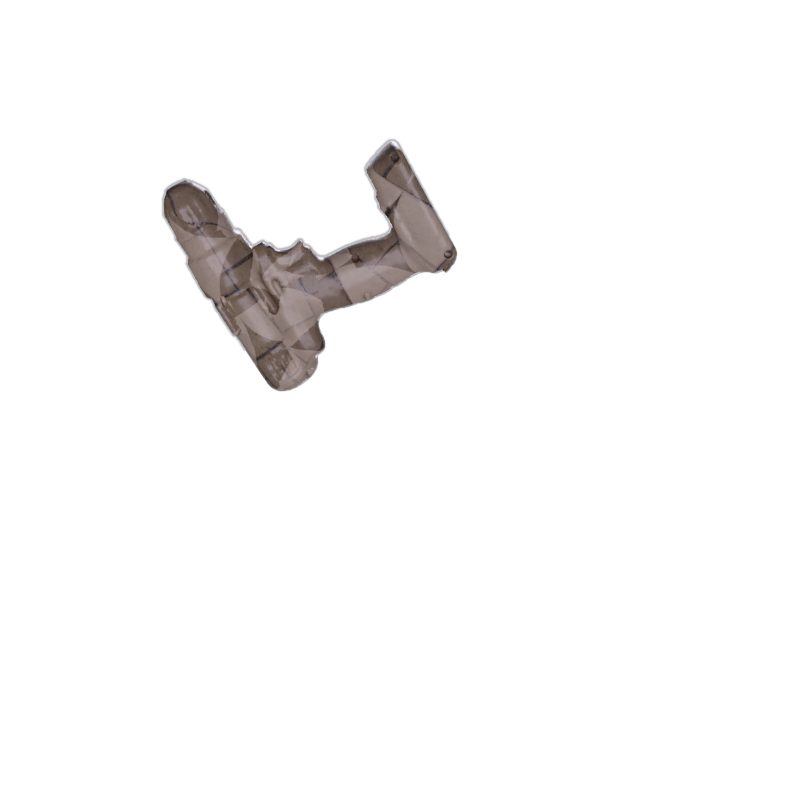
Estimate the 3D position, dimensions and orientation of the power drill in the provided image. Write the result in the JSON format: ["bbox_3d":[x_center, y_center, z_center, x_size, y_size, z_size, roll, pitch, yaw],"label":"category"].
[{"bbox_3d":[-0.066,-0.121,0.849,0.187,0.178,0.060,-29,15,8],"label":"power drill"}]
